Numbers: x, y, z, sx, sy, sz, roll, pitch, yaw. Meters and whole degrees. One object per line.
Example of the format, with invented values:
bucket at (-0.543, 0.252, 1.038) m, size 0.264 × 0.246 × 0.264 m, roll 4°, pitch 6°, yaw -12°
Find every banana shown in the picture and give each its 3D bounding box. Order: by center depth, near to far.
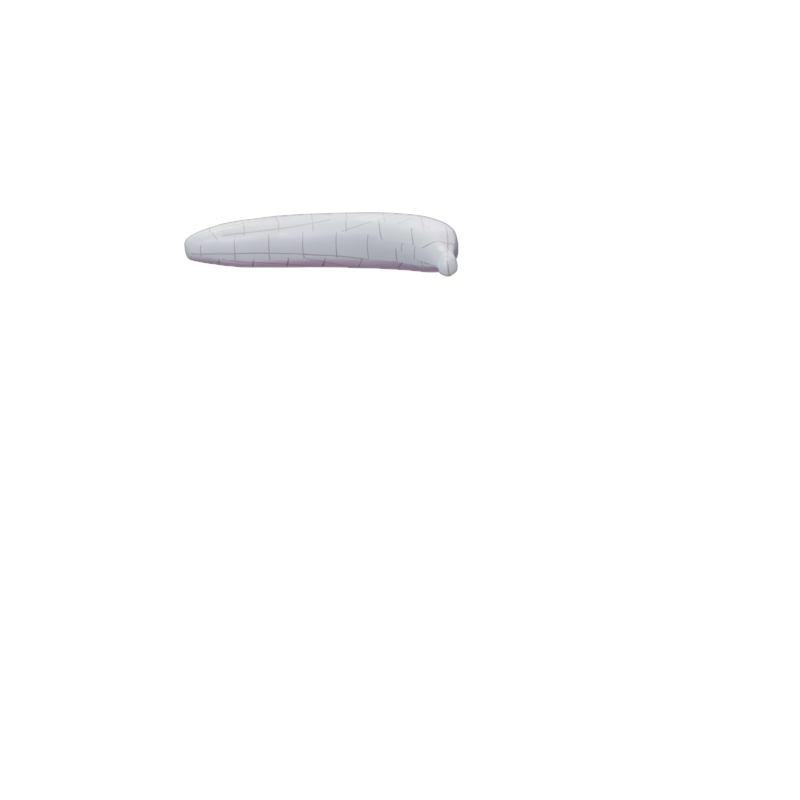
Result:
banana at (-0.042, -0.101, 0.703) m, size 0.205 × 0.036 × 0.068 m, roll 5°, pitch 9°, yaw 31°
